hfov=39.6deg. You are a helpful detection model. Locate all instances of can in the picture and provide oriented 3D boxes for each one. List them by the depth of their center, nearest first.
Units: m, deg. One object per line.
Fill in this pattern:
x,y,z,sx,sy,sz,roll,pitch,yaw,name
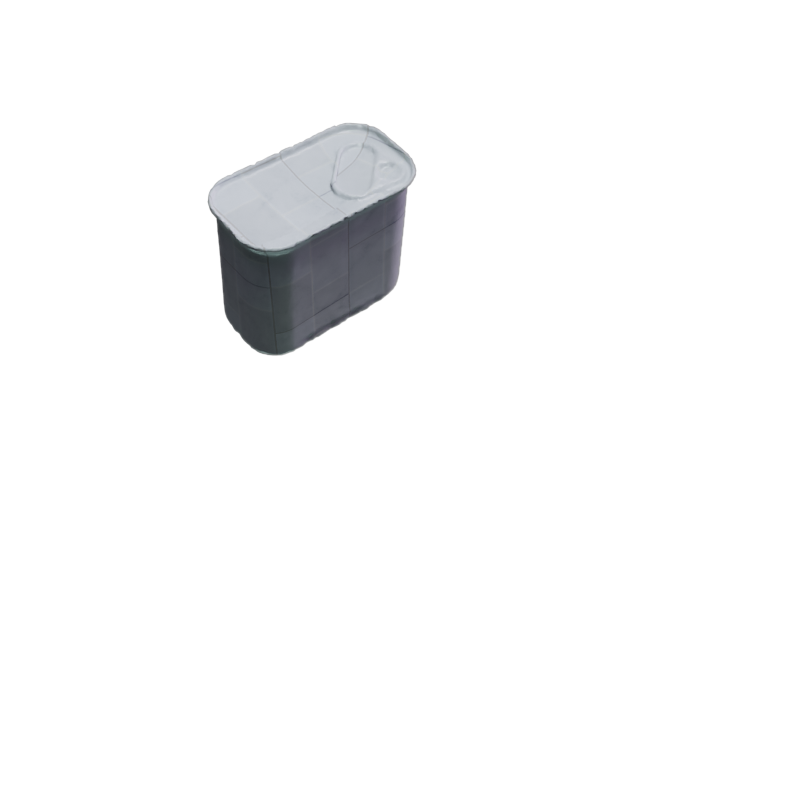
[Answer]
-0.044,-0.081,0.566,0.102,0.078,0.062,-31,58,-25,can
